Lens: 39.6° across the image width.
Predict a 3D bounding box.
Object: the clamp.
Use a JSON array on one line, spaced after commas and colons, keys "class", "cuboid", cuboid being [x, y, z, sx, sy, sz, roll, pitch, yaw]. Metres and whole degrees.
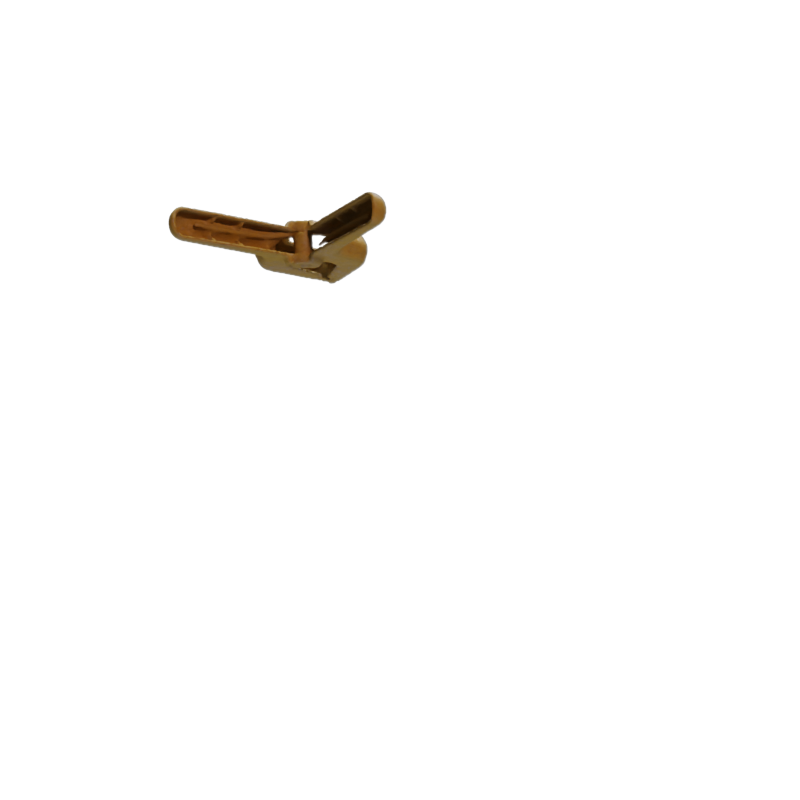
[{"class": "clamp", "cuboid": [-0.070, -0.128, 0.898, 0.168, 0.037, 0.201, -2, -6, 17]}]
